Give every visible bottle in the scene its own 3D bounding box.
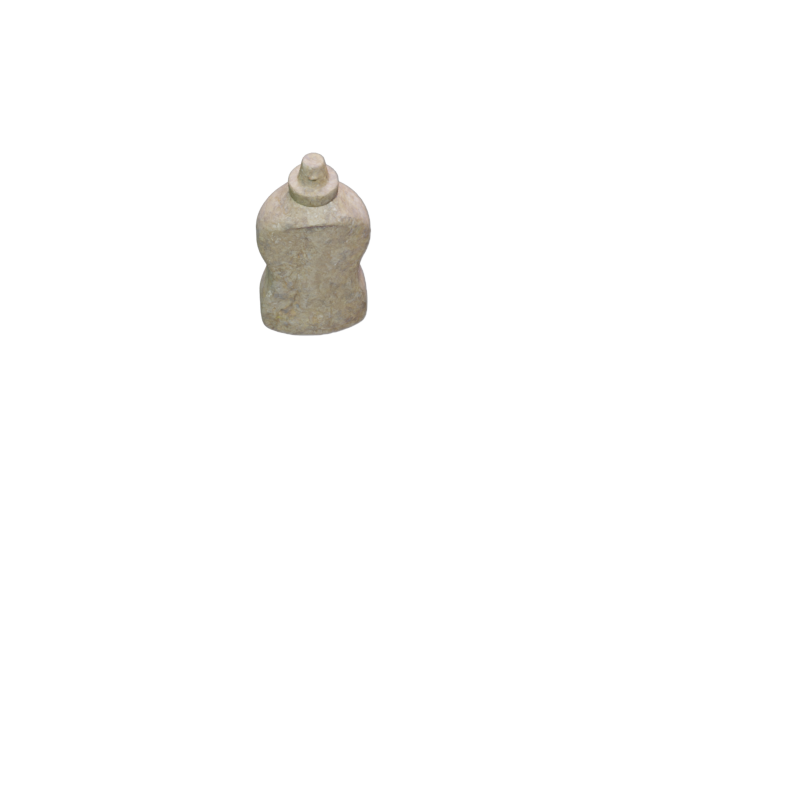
[{"bbox_3d":[-0.073,-0.134,0.938,0.095,0.063,0.179,-2,-38,-5],"label":"bottle"}]
